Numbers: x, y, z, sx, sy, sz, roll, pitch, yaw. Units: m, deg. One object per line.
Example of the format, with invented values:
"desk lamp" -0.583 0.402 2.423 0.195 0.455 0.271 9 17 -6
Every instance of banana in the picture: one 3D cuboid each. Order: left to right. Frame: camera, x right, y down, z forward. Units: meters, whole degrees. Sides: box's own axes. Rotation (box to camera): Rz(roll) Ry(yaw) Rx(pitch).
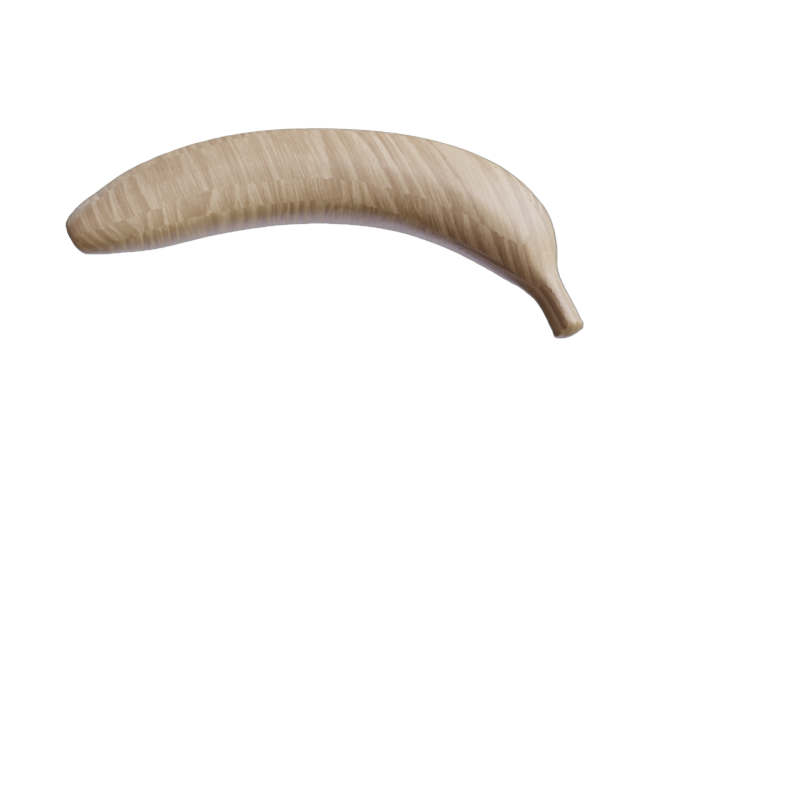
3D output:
"banana" -0.026 -0.074 0.425 0.200 0.074 0.034 9 -34 6
